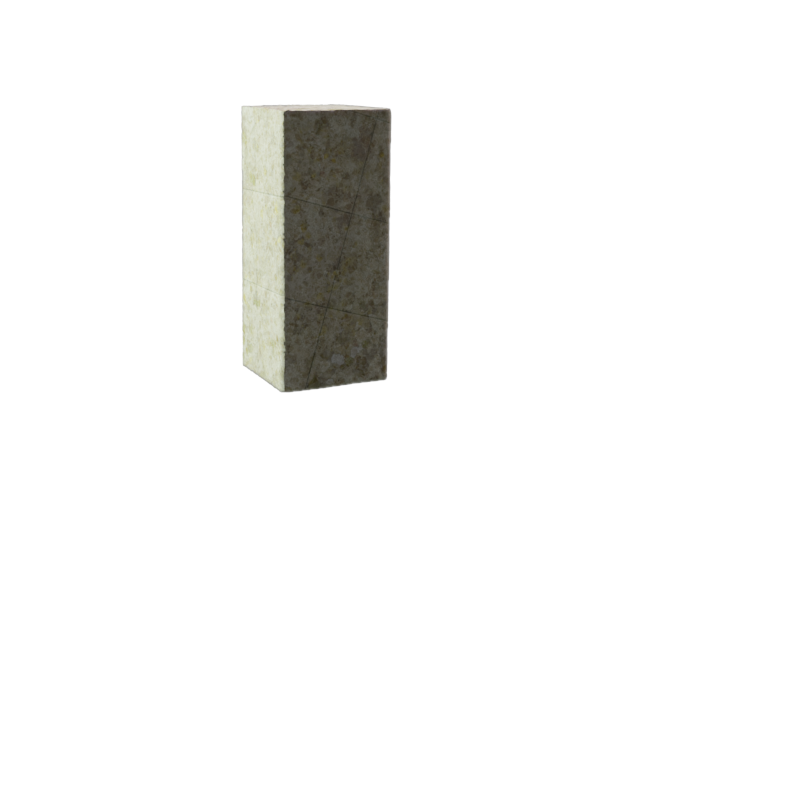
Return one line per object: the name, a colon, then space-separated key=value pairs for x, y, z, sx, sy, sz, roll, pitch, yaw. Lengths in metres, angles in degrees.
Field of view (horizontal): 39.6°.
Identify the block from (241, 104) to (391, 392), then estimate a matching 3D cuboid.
block: x=-0.066 y=-0.121 z=0.849 sx=0.088 sy=0.202 sz=0.095 roll=-4 pitch=11 yaw=-26
